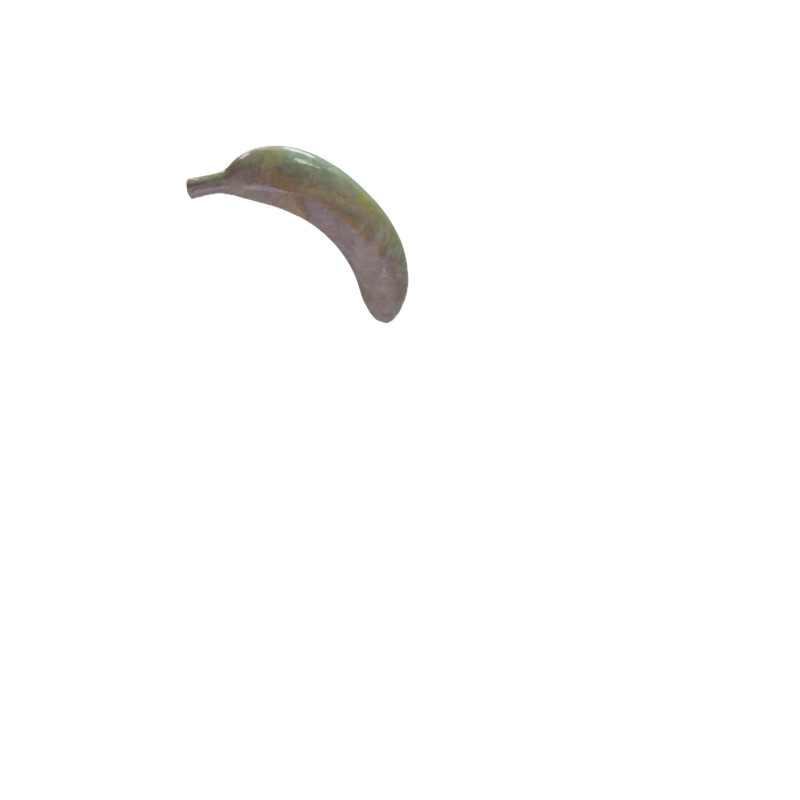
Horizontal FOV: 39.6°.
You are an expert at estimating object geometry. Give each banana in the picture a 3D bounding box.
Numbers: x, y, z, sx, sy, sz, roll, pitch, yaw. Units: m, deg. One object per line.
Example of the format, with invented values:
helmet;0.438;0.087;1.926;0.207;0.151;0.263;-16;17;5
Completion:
banana;-0.043;-0.109;0.699;0.070;0.039;0.184;-24;-39;32
